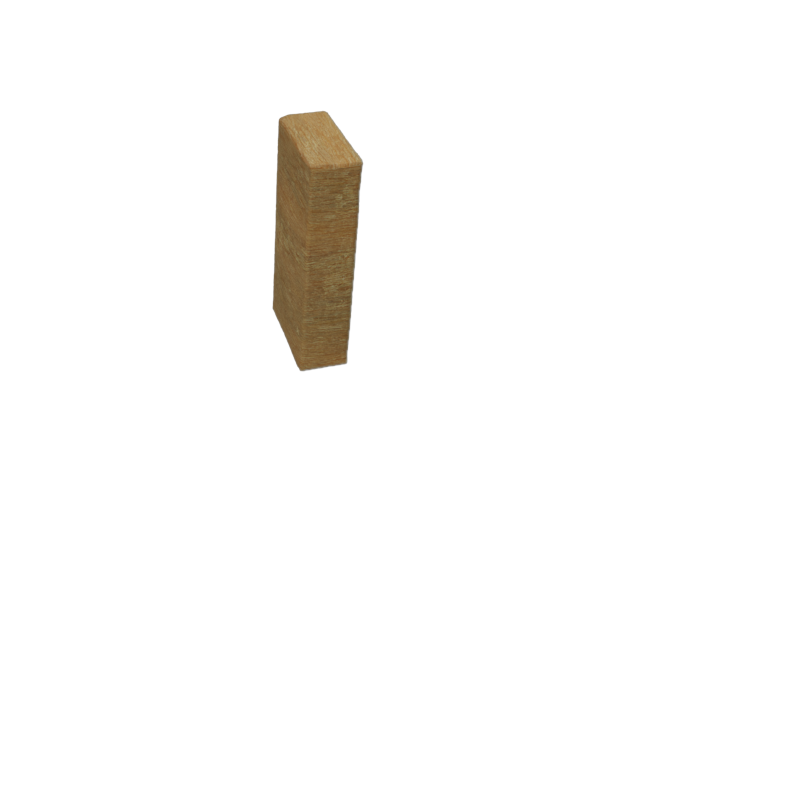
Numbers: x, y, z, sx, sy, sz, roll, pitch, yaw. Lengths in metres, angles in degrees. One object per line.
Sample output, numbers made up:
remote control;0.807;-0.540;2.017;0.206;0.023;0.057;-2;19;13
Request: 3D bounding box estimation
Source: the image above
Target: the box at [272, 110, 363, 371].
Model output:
box;-0.066;-0.120;0.840;0.047;0.165;0.101;-8;35;-17
